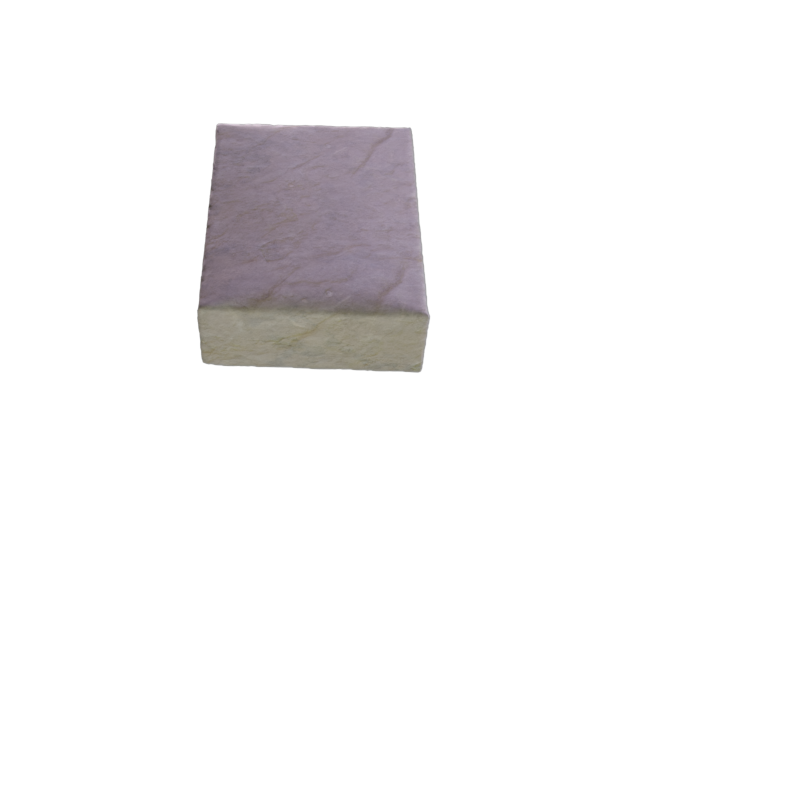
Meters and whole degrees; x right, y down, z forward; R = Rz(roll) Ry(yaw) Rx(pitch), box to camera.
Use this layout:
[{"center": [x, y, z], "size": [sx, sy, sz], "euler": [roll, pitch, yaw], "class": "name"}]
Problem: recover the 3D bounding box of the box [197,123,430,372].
[{"center": [-0.067, -0.123, 0.862], "size": [0.163, 0.230, 0.067], "euler": [0, -43, -3], "class": "box"}]
